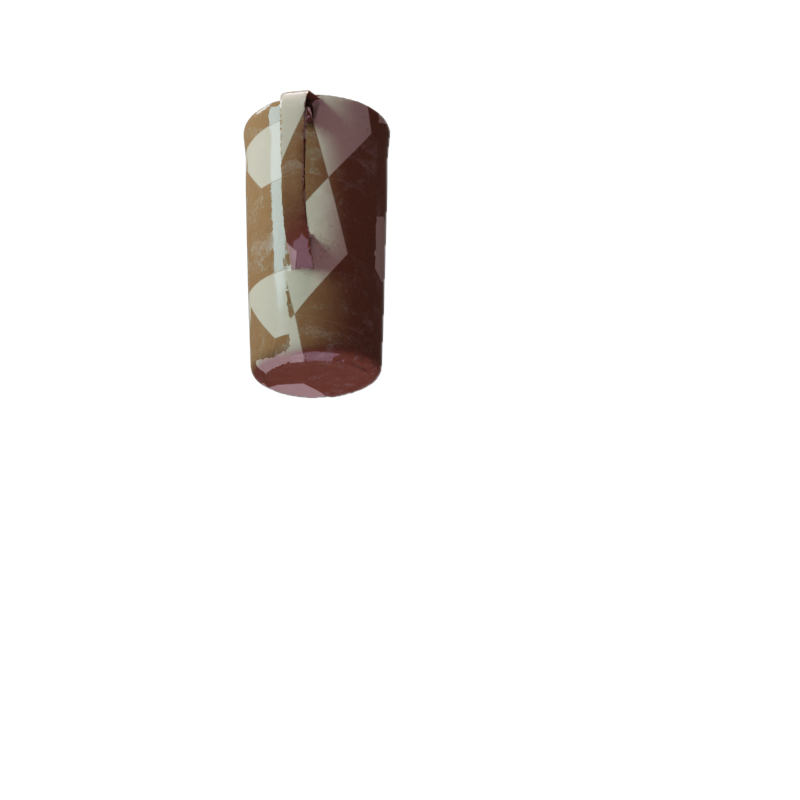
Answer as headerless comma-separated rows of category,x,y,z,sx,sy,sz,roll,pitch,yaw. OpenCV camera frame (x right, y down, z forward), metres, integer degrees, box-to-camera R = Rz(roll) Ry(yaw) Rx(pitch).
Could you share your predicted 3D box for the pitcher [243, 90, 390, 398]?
pitcher,-0.074,-0.135,0.949,0.141,0.257,0.144,16,-30,-34
